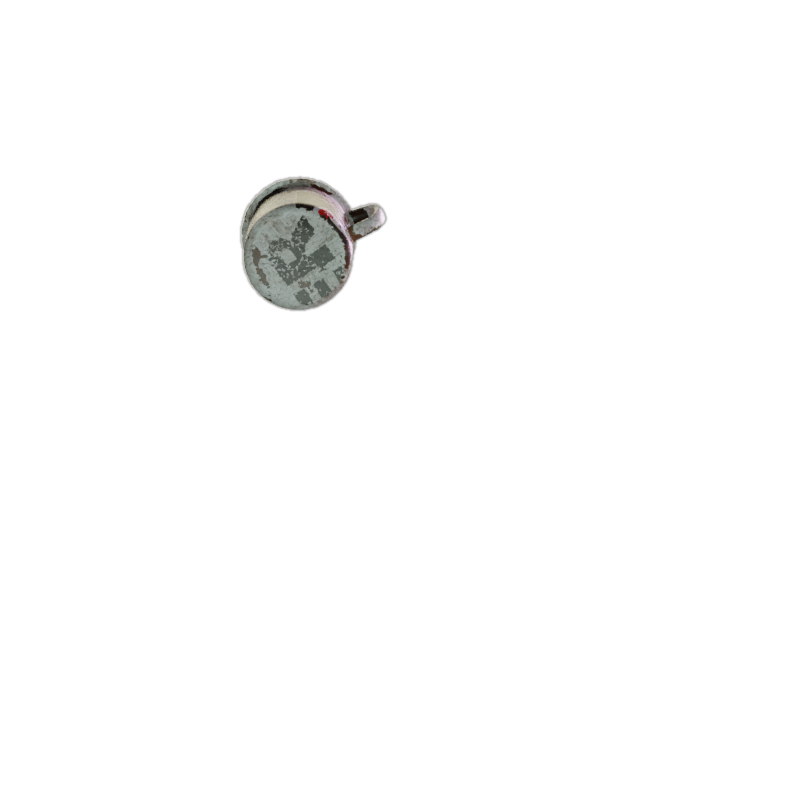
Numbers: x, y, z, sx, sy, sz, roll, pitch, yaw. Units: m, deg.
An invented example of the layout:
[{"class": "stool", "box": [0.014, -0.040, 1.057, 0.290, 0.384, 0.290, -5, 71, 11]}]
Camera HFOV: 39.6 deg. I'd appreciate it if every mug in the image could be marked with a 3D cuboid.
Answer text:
[{"class": "mug", "box": [-0.066, -0.121, 0.848, 0.117, 0.090, 0.085, -17, 17, 4]}]
